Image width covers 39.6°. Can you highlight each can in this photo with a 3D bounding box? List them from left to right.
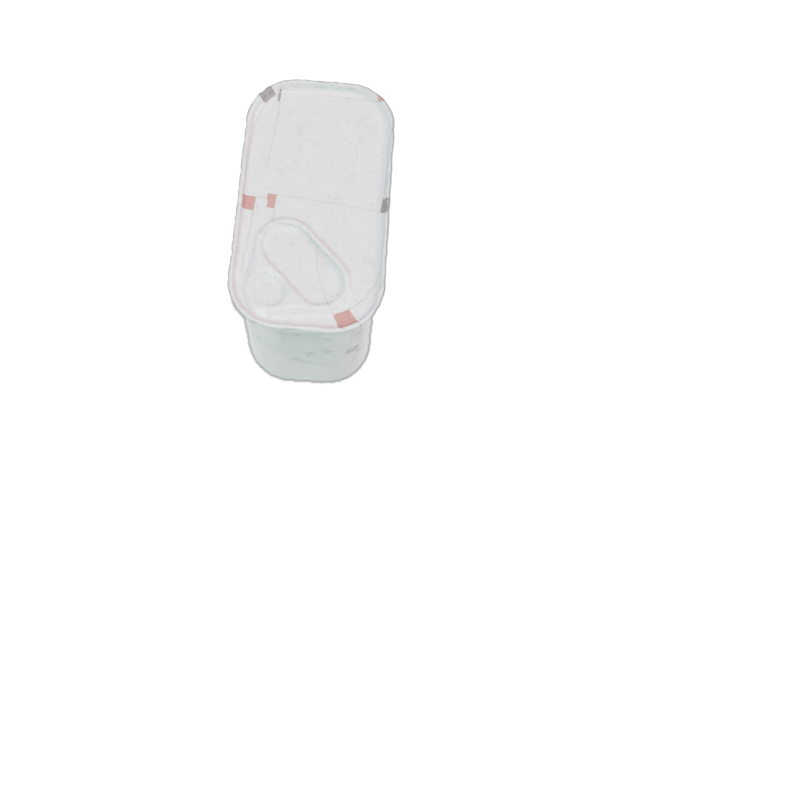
[{"bbox_3d":[-0.035,-0.064,0.450,0.057,0.107,0.080,4,-19,-2],"label":"can"}]
